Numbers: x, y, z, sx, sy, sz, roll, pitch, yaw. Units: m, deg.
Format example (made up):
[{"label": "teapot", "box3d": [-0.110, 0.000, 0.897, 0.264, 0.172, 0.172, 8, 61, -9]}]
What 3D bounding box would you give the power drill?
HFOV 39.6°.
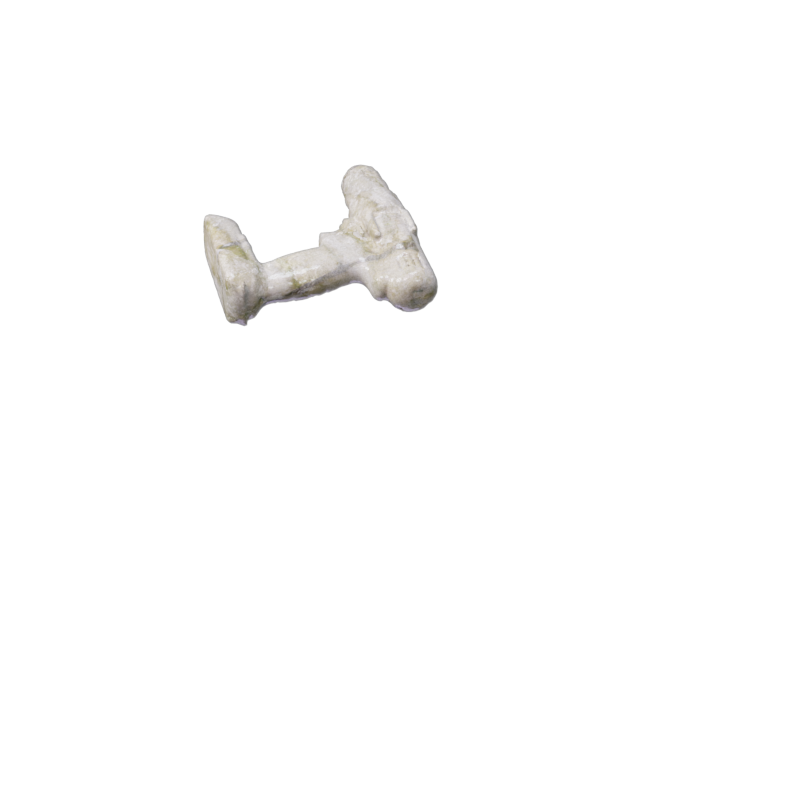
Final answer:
[{"label": "power drill", "box3d": [-0.078, -0.142, 0.992, 0.185, 0.053, 0.200, -12, 45, -12]}]
